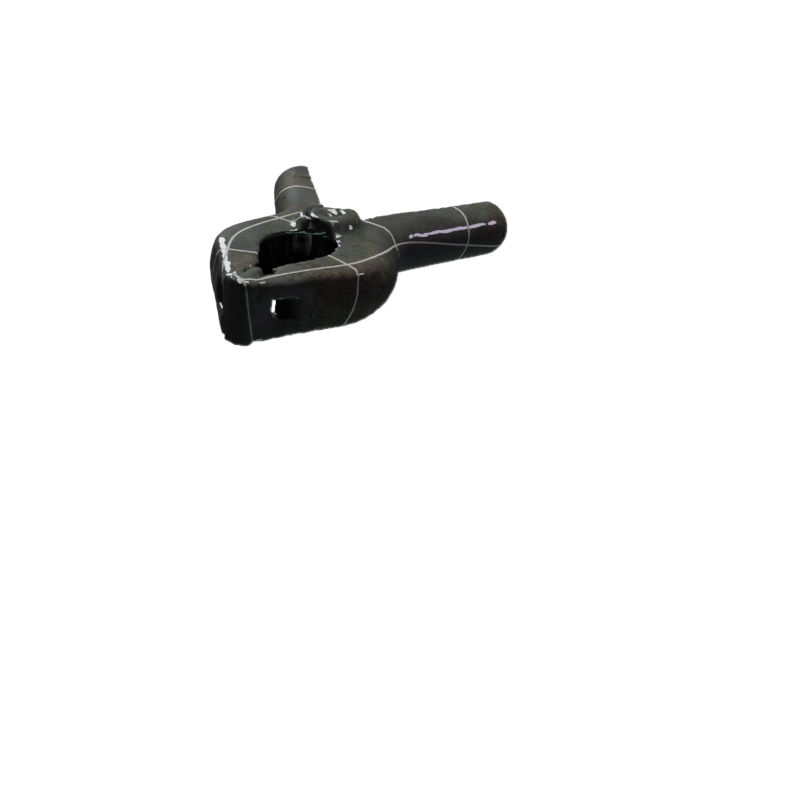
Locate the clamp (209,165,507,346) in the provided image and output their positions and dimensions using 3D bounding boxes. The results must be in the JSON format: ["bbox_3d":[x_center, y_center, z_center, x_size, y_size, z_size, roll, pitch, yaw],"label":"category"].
[{"bbox_3d":[-0.039,-0.071,0.497,0.126,0.038,0.171,13,25,29],"label":"clamp"}]
